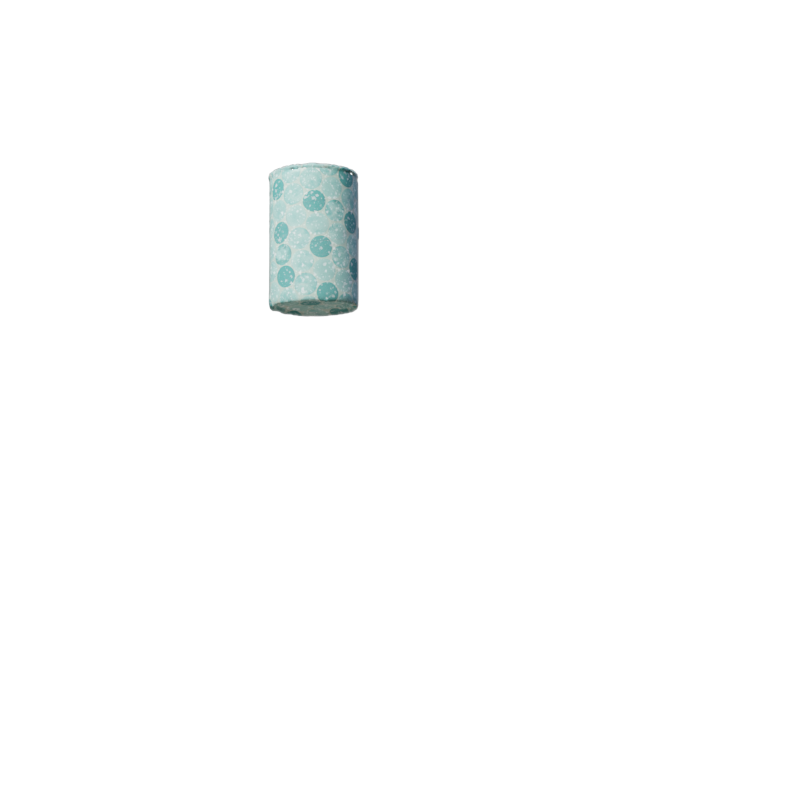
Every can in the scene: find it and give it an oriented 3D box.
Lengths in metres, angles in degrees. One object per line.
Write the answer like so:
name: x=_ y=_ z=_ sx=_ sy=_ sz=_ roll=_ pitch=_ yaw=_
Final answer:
can: x=-0.065 y=-0.118 z=0.825 sx=0.068 sy=0.105 sz=0.067 roll=0 pitch=-11 yaw=-2
